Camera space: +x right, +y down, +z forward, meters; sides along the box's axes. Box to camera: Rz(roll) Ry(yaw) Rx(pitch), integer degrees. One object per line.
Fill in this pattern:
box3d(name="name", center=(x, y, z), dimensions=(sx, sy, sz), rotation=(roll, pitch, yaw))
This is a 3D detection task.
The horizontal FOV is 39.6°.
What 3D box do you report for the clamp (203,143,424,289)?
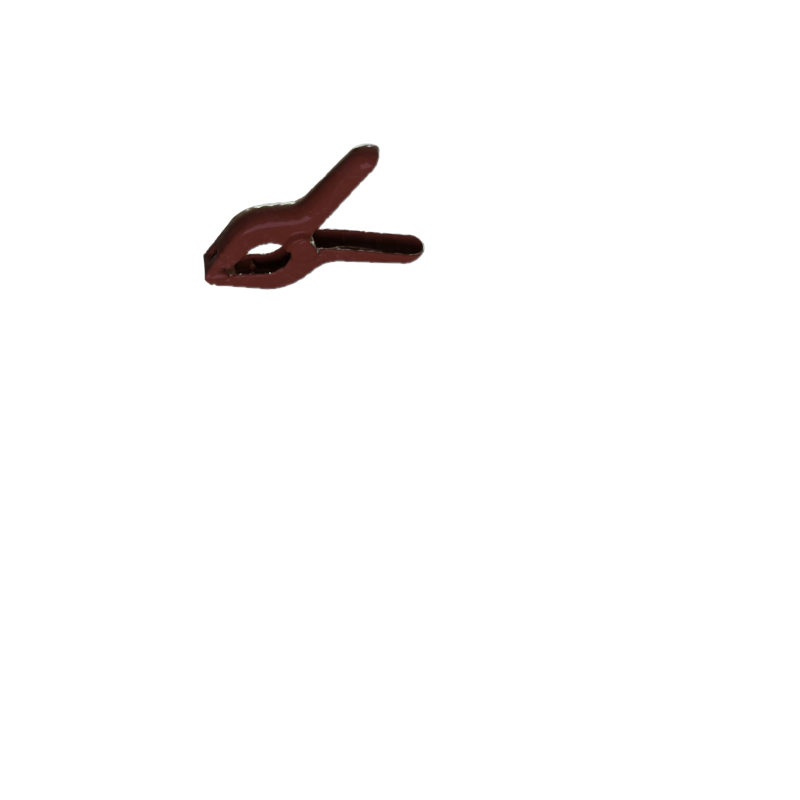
box3d(name="clamp", center=(-0.067, -0.123, 0.861), dimensions=(0.172, 0.042, 0.111), rotation=(-22, -51, 19))
